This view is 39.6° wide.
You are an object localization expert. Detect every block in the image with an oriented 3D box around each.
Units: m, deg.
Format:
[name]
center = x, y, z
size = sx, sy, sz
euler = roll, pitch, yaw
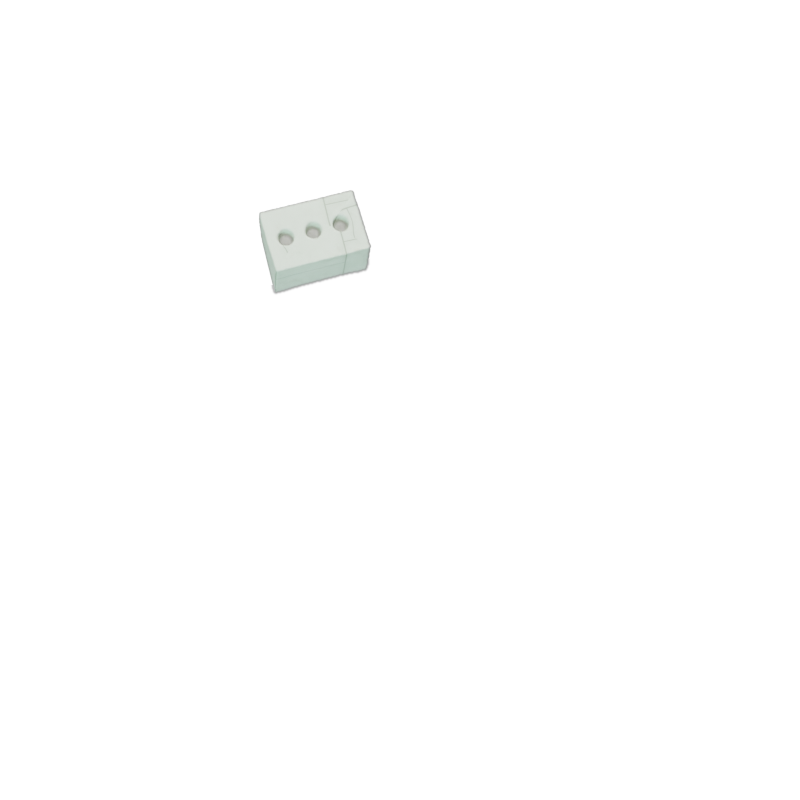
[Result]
[block]
center = -0.068, -0.125, 0.872
size = 0.078, 0.055, 0.049
euler = -16, -16, -6
